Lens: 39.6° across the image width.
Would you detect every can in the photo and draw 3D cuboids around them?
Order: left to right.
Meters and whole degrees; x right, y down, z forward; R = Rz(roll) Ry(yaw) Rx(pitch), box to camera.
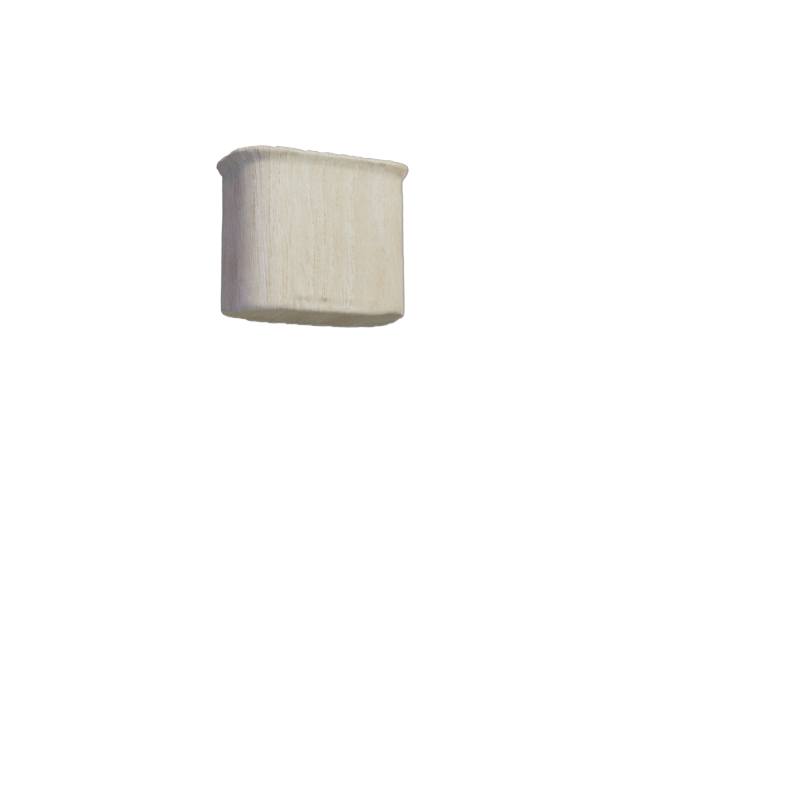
[{"bbox_3d":[-0.046,-0.084,0.590,0.098,0.086,0.058,3,-9,-27],"label":"can"}]
